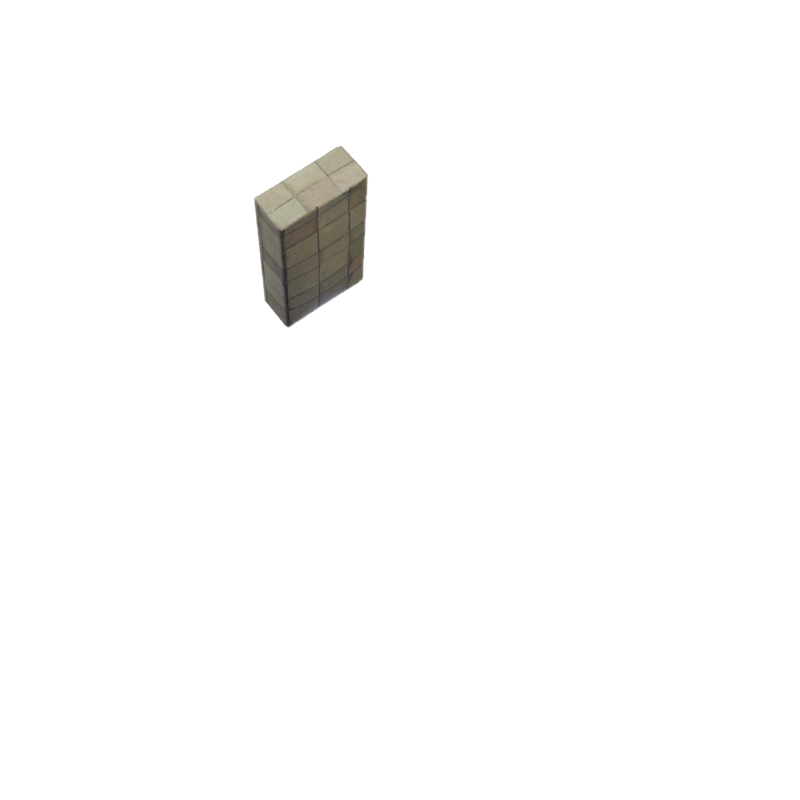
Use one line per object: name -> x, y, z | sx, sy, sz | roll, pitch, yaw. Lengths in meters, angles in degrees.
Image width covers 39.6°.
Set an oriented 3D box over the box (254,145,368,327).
box -> -0.077, -0.140, 0.982 | 0.094, 0.050, 0.167 | -35, -16, -17
